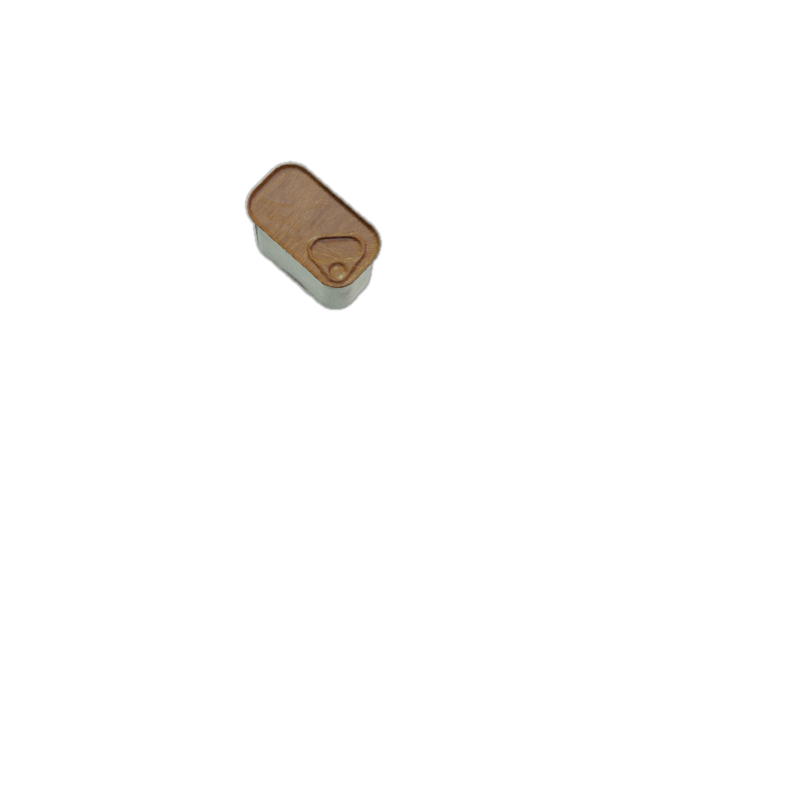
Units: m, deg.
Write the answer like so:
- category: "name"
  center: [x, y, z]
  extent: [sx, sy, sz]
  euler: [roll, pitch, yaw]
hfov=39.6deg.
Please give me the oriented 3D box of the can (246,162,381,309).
- category: "can"
  center: [-0.066, -0.120, 0.842]
  extent: [0.105, 0.058, 0.081]
  euler: [42, -12, 9]
